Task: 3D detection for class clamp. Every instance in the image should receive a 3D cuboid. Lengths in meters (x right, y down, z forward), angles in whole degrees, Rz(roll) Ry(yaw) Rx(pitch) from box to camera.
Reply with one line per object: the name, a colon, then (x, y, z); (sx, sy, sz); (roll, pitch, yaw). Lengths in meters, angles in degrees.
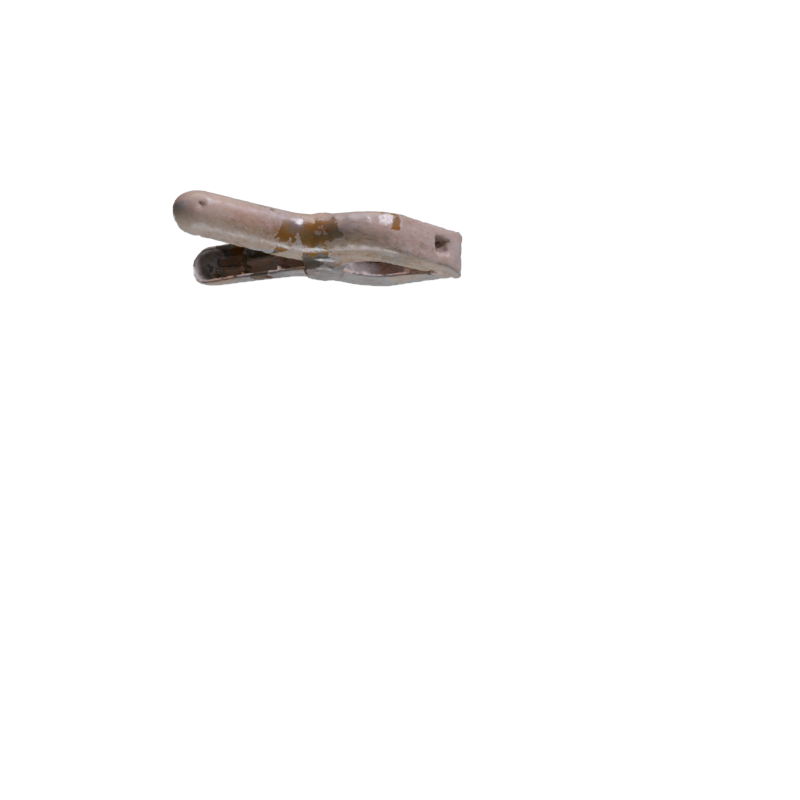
clamp: (-0.051, -0.092, 0.648); (0.173, 0.040, 0.116); (-1, -6, 7)
